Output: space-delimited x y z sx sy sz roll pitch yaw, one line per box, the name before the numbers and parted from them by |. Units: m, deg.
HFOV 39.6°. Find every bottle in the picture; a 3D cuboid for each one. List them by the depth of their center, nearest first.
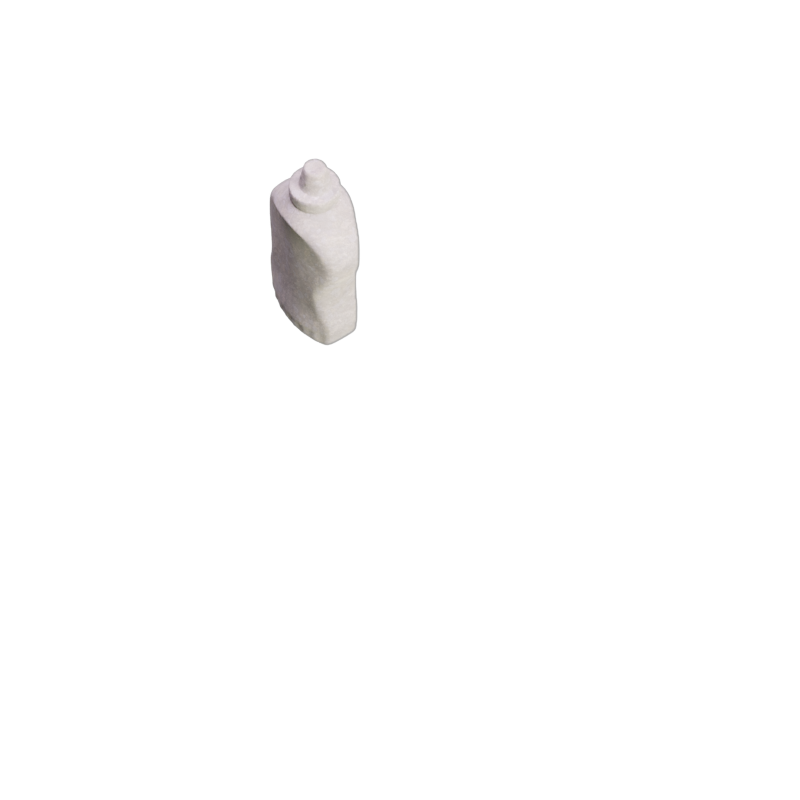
bottle | -0.072 -0.131 0.919 0.058 0.103 0.180 -27 -26 -18
